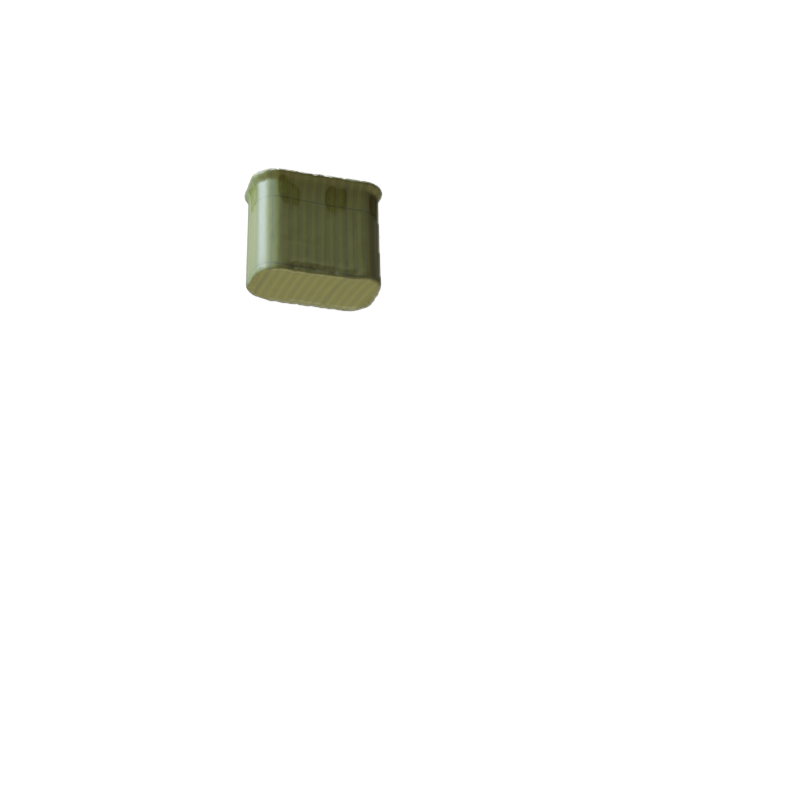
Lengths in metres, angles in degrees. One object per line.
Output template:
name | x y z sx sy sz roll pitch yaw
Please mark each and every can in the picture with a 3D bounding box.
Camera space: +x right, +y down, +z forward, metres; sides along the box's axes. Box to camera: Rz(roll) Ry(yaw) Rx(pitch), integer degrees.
can | -0.065 -0.118 0.823 0.100 0.089 0.055 6 -28 -15
